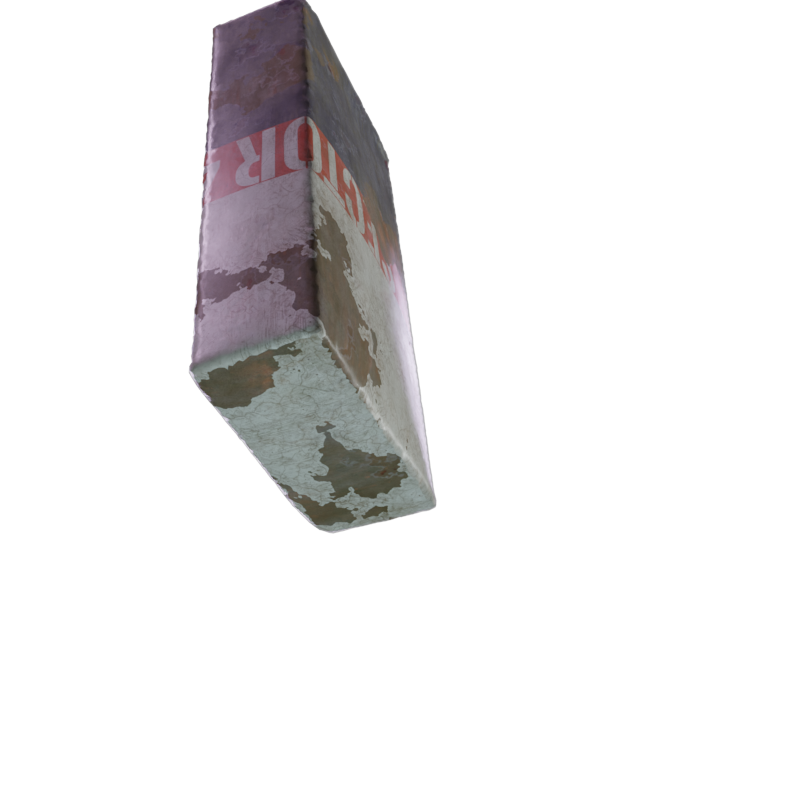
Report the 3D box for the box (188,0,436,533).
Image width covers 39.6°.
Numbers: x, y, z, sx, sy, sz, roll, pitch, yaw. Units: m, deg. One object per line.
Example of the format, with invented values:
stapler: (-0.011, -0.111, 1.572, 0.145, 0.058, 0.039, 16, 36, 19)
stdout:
box: (-0.030, -0.055, 0.382, 0.048, 0.189, 0.086, -17, -44, 15)
